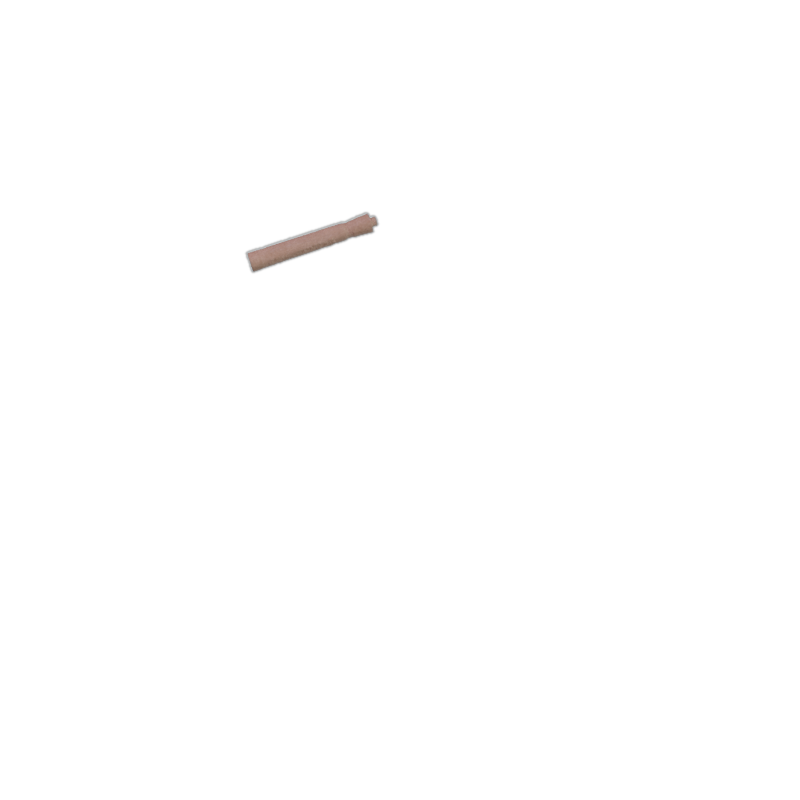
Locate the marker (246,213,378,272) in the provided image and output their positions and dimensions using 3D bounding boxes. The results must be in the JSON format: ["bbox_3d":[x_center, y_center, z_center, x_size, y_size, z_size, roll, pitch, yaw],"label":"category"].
[{"bbox_3d":[-0.078,-0.143,0.999,0.121,0.020,0.020,-19,5,-3],"label":"marker"}]
